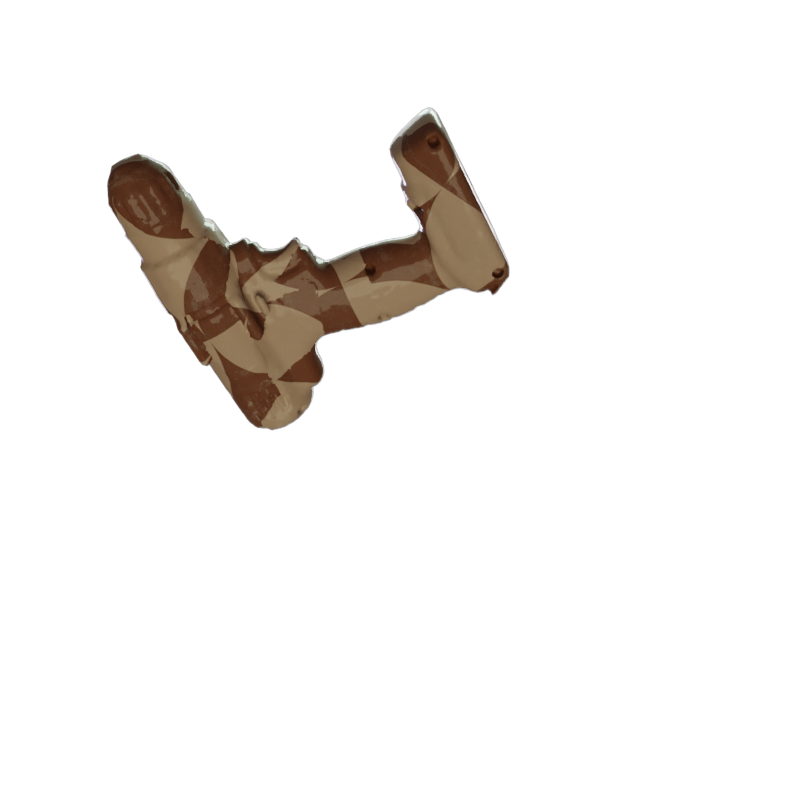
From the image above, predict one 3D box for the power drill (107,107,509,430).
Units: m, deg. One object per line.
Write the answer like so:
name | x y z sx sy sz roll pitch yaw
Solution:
power drill | -0.049 -0.089 0.622 0.188 0.174 0.061 -25 25 12
